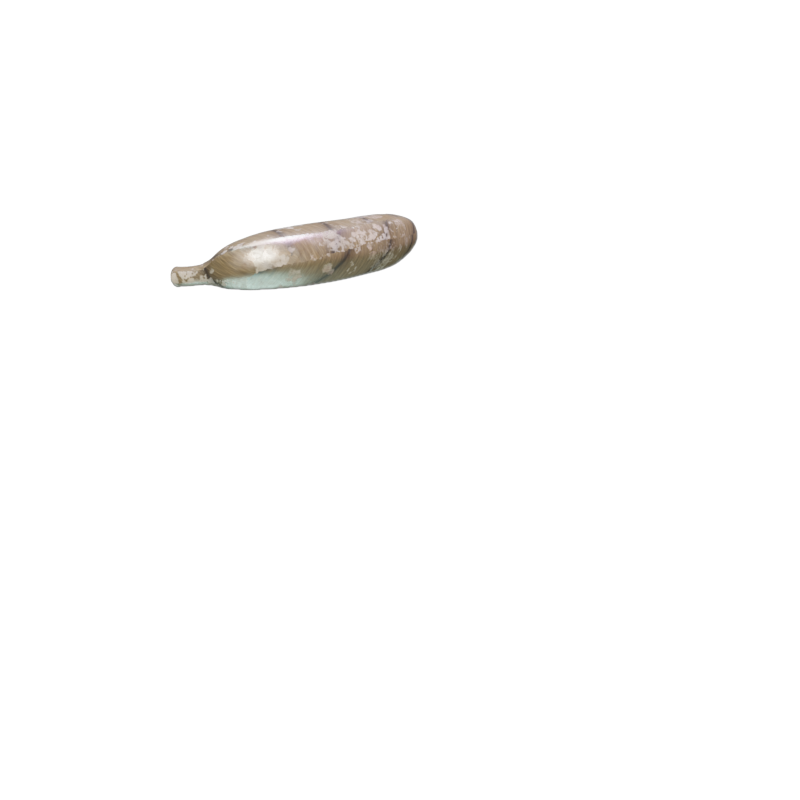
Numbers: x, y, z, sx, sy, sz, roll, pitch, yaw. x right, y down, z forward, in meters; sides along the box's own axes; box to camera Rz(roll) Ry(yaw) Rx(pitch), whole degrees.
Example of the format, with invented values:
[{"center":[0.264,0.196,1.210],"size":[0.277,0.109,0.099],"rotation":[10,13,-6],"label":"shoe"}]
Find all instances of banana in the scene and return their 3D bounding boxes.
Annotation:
[{"center":[-0.046,-0.098,0.704],"size":[0.193,0.036,0.073],"rotation":[-15,22,-40],"label":"banana"}]
